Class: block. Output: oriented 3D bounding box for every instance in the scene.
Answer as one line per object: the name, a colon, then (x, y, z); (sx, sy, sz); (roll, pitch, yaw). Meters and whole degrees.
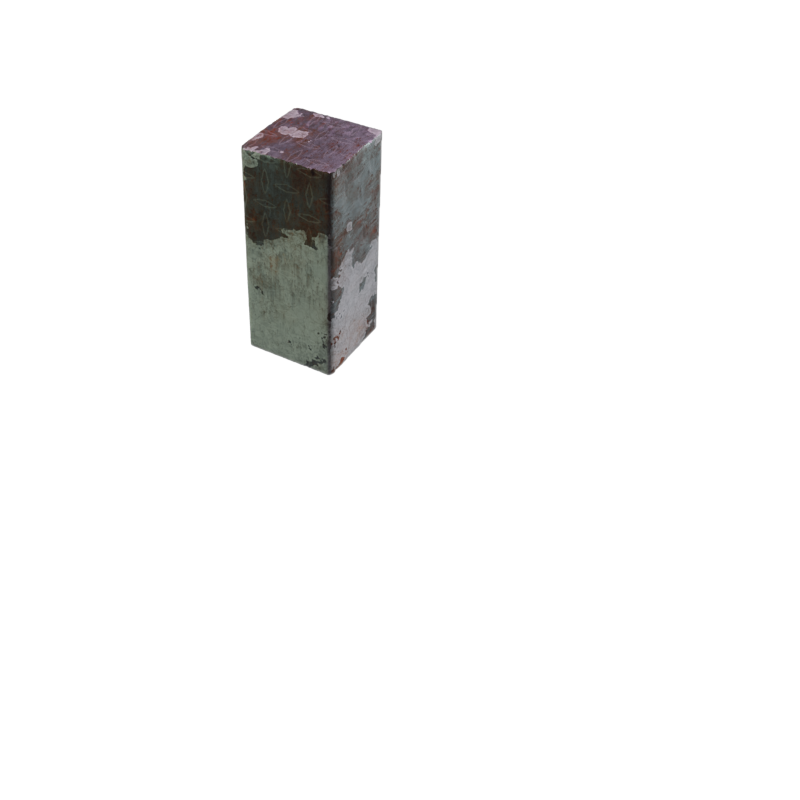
block: (-0.077, -0.139, 0.976); (0.095, 0.193, 0.092); (20, 40, 22)
